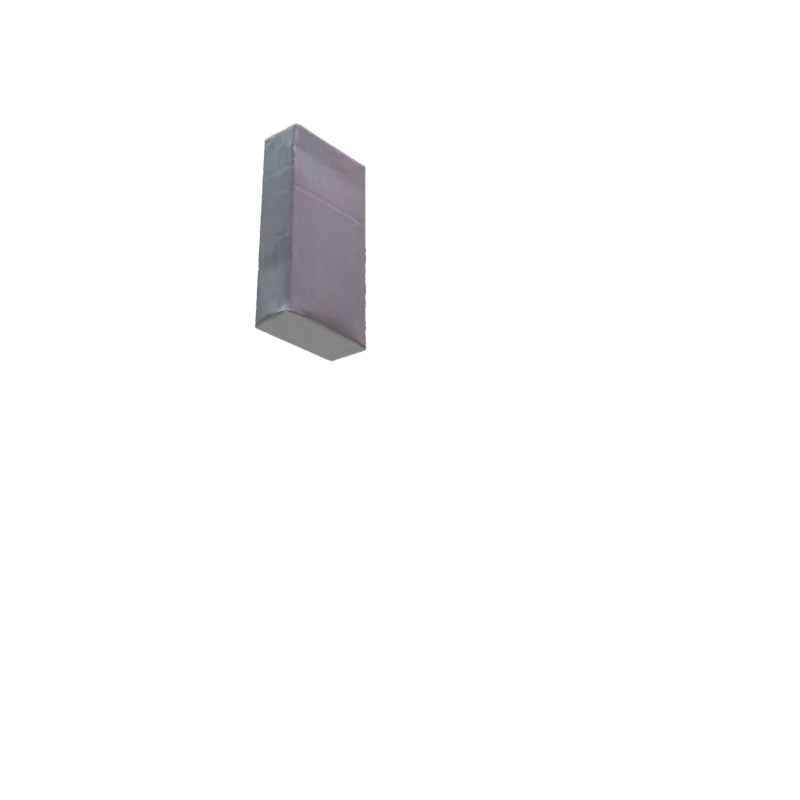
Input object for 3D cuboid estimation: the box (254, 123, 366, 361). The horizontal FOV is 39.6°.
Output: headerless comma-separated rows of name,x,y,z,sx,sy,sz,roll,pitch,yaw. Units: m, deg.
box,-0.072,-0.131,0.916,0.048,0.187,0.087,-24,-35,35
